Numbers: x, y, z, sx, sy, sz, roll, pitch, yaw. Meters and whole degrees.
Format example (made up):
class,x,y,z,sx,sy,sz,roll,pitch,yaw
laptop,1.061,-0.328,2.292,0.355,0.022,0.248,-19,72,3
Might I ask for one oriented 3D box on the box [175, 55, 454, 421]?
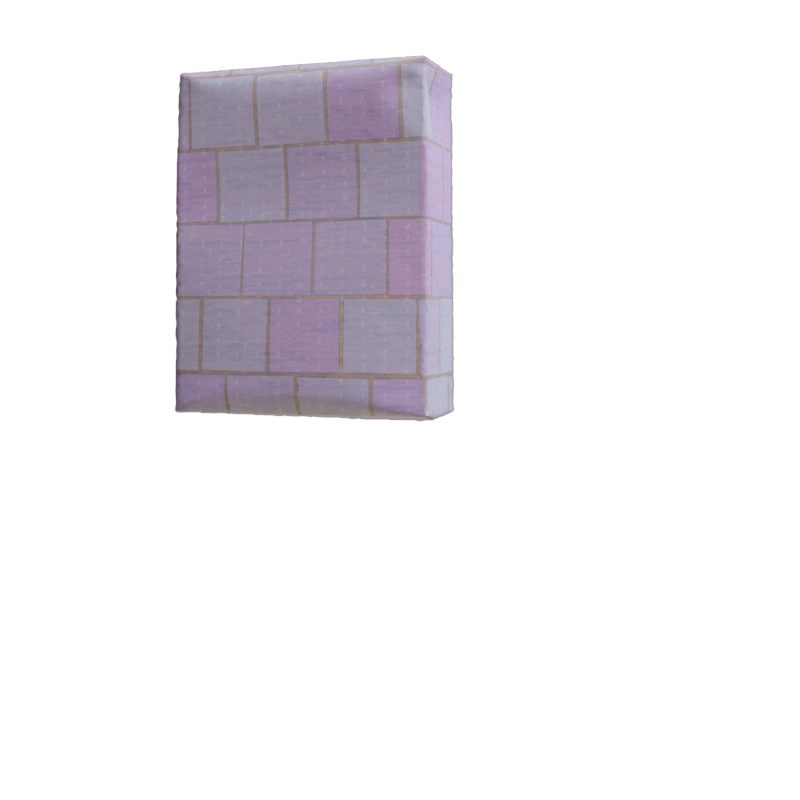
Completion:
class,x,y,z,sx,sy,sz,roll,pitch,yaw
box,-0.054,-0.098,0.685,0.168,0.215,0.070,0,-2,19
